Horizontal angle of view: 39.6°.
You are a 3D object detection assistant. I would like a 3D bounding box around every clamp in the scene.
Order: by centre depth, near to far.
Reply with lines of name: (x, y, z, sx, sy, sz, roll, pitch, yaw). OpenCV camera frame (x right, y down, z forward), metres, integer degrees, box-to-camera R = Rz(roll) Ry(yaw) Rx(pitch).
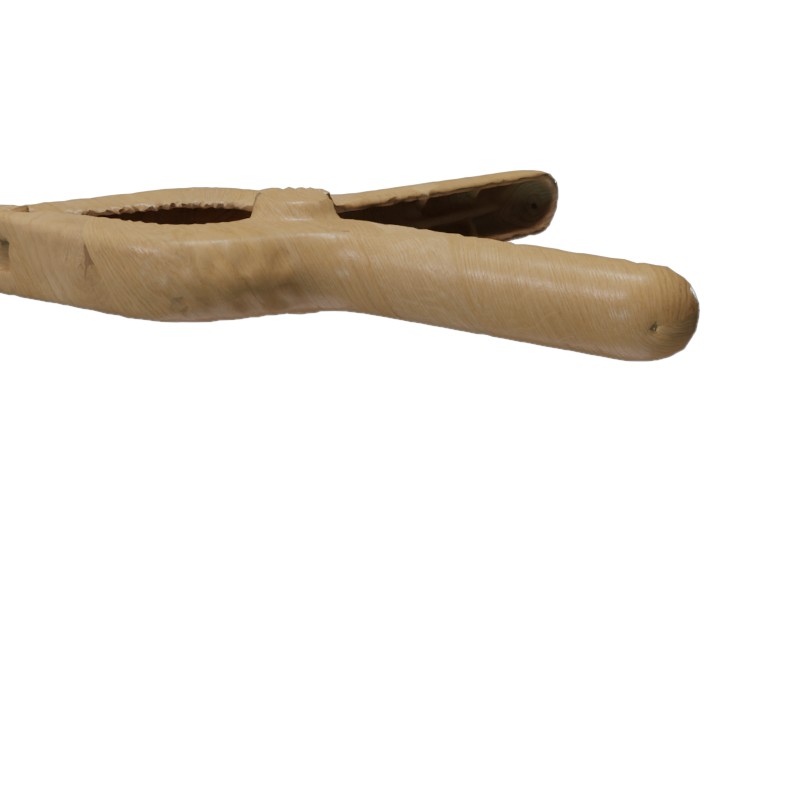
clamp: (-0.028, -0.052, 0.361, 0.211, 0.035, 0.170, 1, 20, 4)
